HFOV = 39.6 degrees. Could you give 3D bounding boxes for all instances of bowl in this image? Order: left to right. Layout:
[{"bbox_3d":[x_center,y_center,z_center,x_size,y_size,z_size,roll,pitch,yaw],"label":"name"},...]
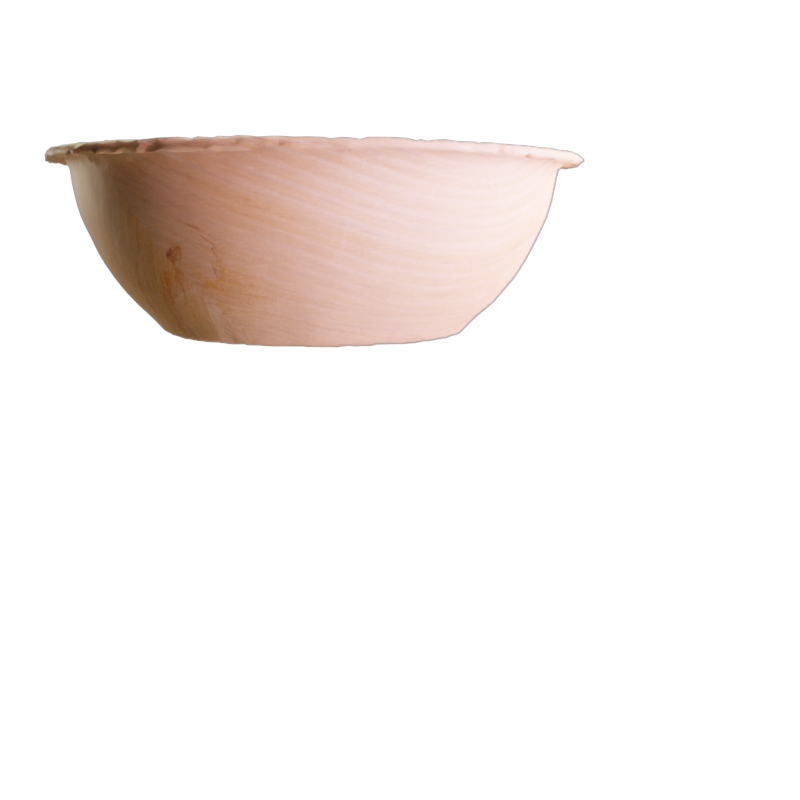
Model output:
[{"bbox_3d":[-0.027,-0.049,0.341,0.162,0.054,0.164,0,8,-2],"label":"bowl"}]
